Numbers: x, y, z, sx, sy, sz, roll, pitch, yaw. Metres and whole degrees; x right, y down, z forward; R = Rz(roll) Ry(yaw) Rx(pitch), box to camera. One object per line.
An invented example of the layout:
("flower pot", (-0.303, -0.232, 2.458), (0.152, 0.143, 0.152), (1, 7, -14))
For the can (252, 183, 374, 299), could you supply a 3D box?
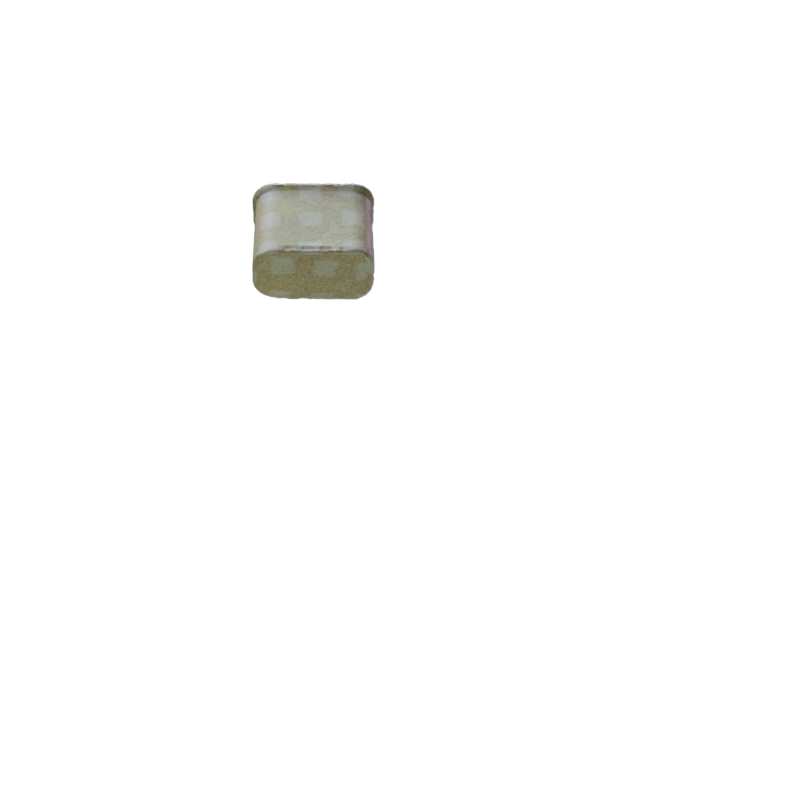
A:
("can", (-0.070, -0.129, 0.901), (0.102, 0.054, 0.090), (0, 45, -2))
